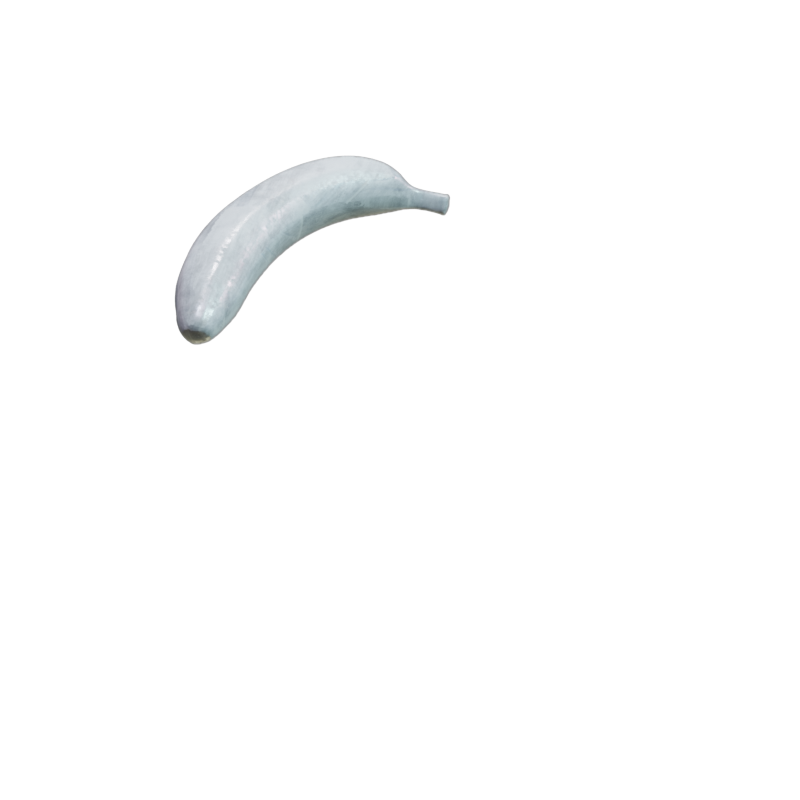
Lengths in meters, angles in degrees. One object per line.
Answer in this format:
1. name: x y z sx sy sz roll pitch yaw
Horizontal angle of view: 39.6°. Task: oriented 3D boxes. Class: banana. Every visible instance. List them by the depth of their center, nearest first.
1. banana: -0.056 -0.090 0.578 0.074 0.034 0.199 25 42 31
